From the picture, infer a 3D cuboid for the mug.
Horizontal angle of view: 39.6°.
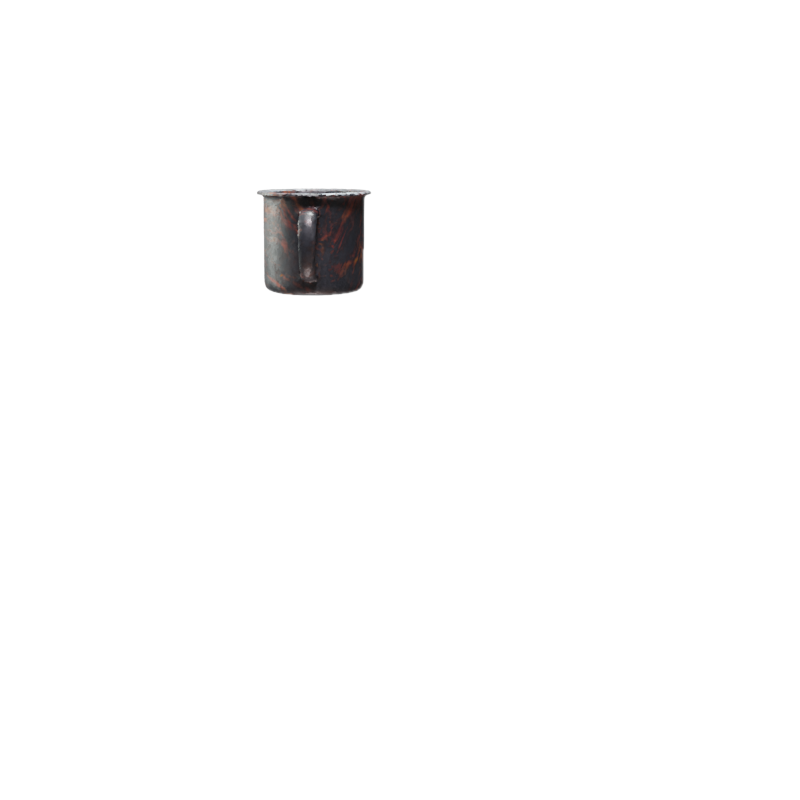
[{"bbox_3d":[-0.070,-0.128,0.895,0.093,0.080,0.119,0,11,-1],"label":"mug"}]
